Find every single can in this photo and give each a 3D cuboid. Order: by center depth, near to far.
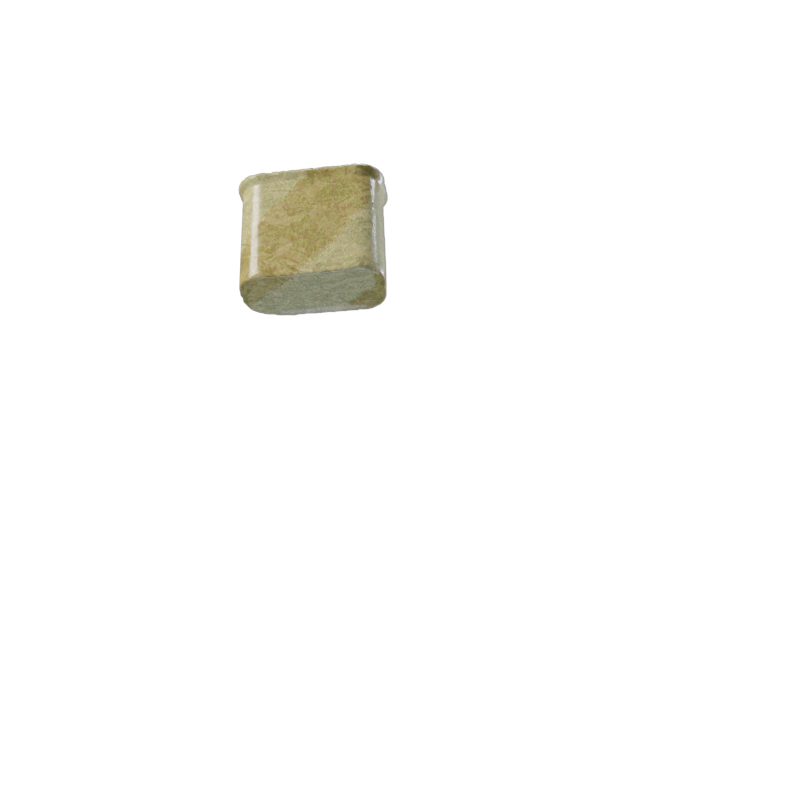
[{"bbox_3d":[-0.059,-0.107,0.751,0.103,0.089,0.053,-5,-31,7],"label":"can"}]
